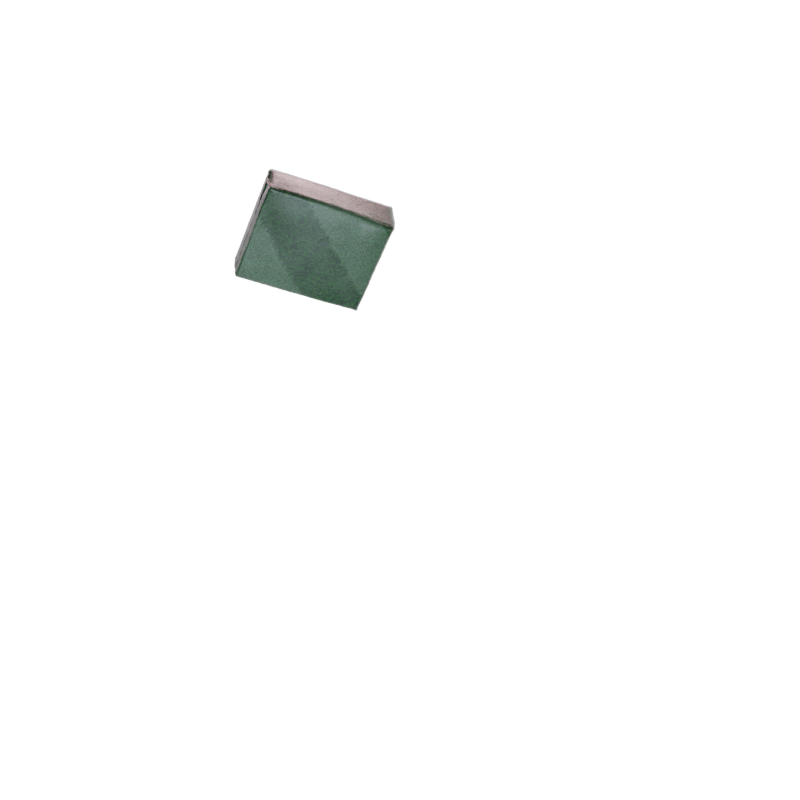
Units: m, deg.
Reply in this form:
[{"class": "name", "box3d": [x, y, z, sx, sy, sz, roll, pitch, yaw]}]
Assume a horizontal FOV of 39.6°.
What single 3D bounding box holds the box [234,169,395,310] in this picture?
[{"class": "box", "box3d": [-0.072, -0.132, 0.924, 0.111, 0.086, 0.041, 18, 31, -12]}]
